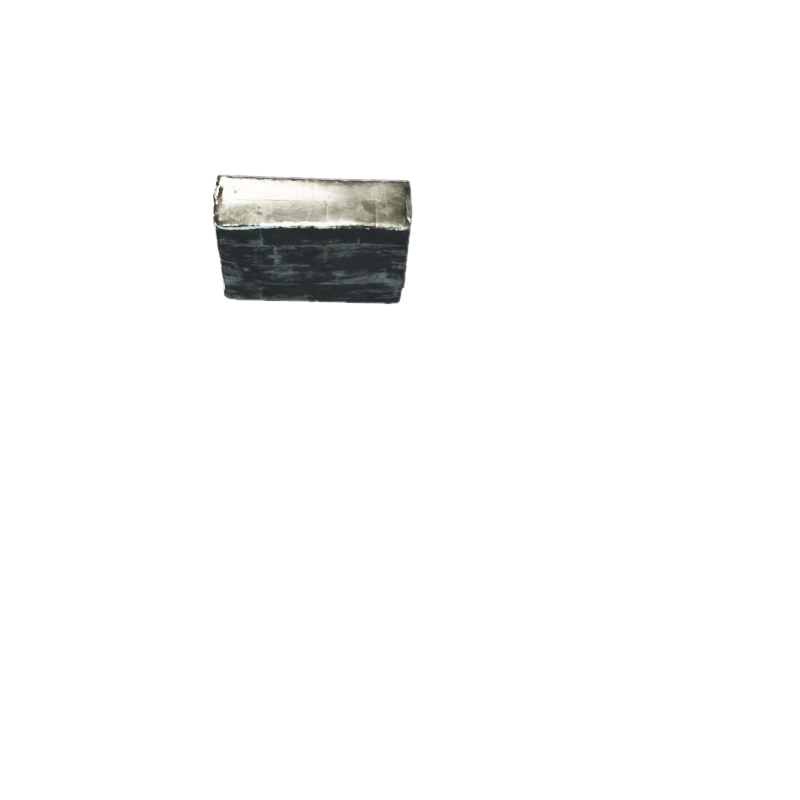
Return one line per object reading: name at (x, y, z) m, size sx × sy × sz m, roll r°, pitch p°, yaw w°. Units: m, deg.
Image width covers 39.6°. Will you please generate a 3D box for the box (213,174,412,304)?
box at (-0.052, -0.094, 0.658) m, size 0.113 × 0.041 × 0.085 m, roll 0°, pitch -27°, yaw -2°
